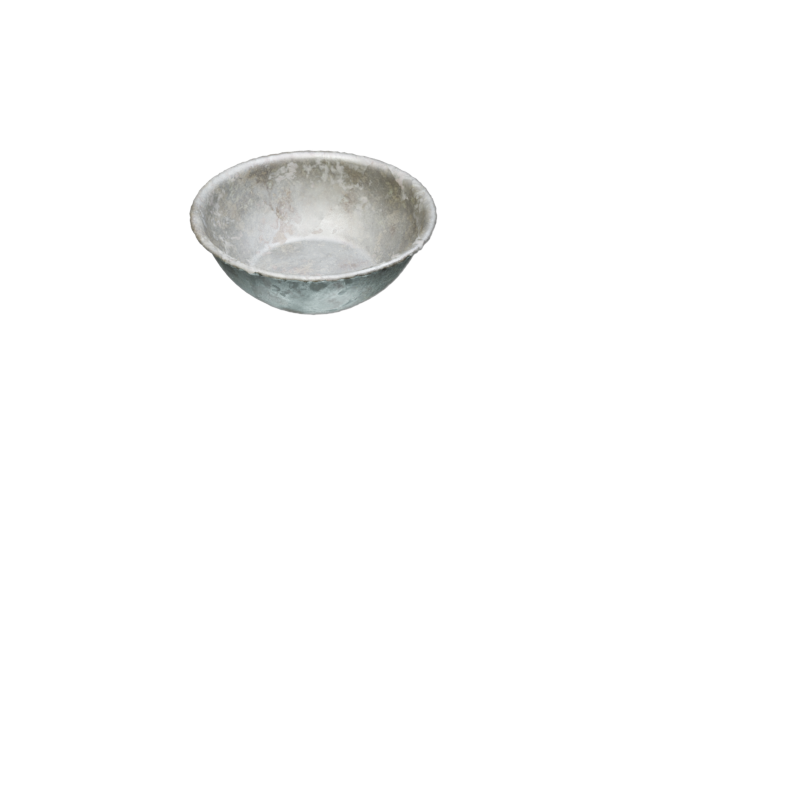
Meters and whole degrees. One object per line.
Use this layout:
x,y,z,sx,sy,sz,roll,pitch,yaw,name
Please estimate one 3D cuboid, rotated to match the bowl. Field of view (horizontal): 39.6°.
-0.058,-0.106,0.739,0.162,0.051,0.174,-1,39,-2,bowl
